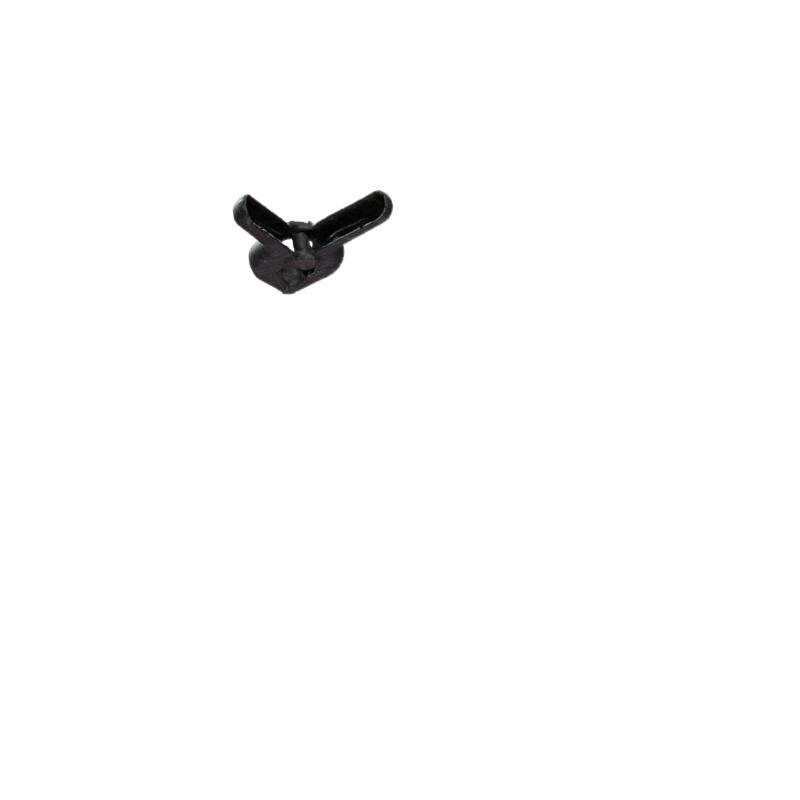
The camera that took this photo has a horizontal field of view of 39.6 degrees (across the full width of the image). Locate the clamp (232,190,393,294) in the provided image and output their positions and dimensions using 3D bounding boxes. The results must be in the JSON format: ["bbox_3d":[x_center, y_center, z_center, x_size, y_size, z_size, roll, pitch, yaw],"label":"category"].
[{"bbox_3d":[-0.070,-0.127,0.891,0.120,0.041,0.166,1,-12,-3],"label":"clamp"}]
